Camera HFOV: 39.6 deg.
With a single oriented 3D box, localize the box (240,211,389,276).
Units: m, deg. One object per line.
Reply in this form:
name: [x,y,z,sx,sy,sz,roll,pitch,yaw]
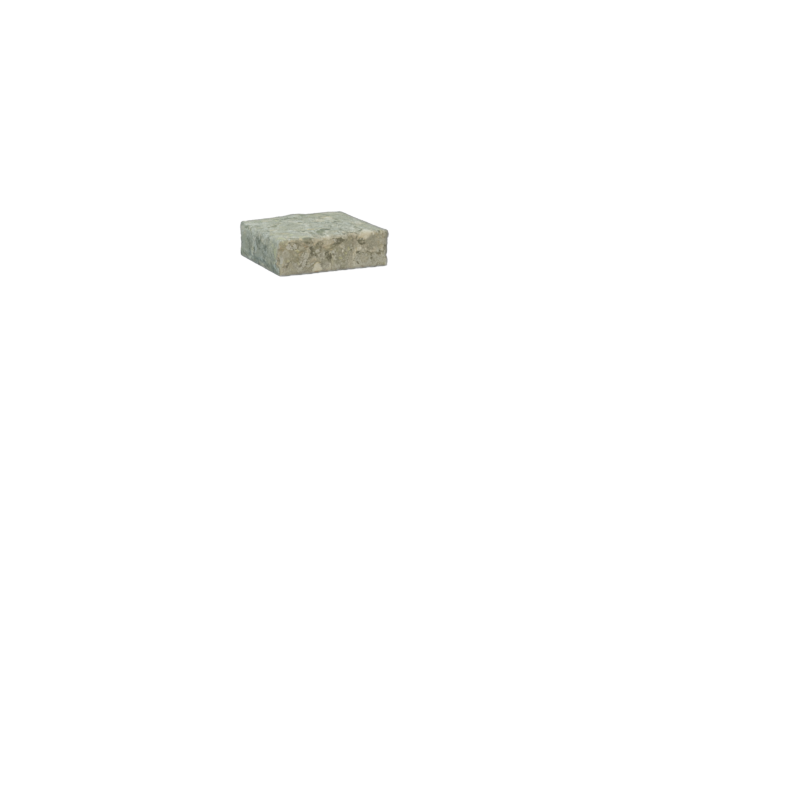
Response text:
box: [-0.064,-0.117,0.817,0.087,0.029,0.078,-10,22,-26]
